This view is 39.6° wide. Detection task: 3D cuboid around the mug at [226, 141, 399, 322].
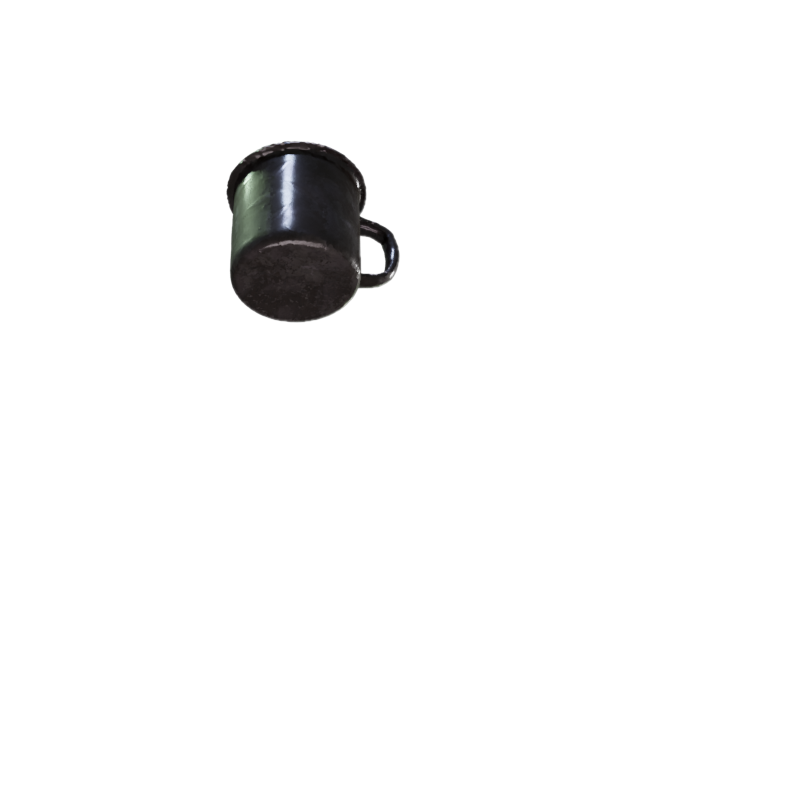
[{"bbox_3d":[-0.056,-0.102,0.711,0.113,0.087,0.090,15,-43,-18],"label":"mug"}]
